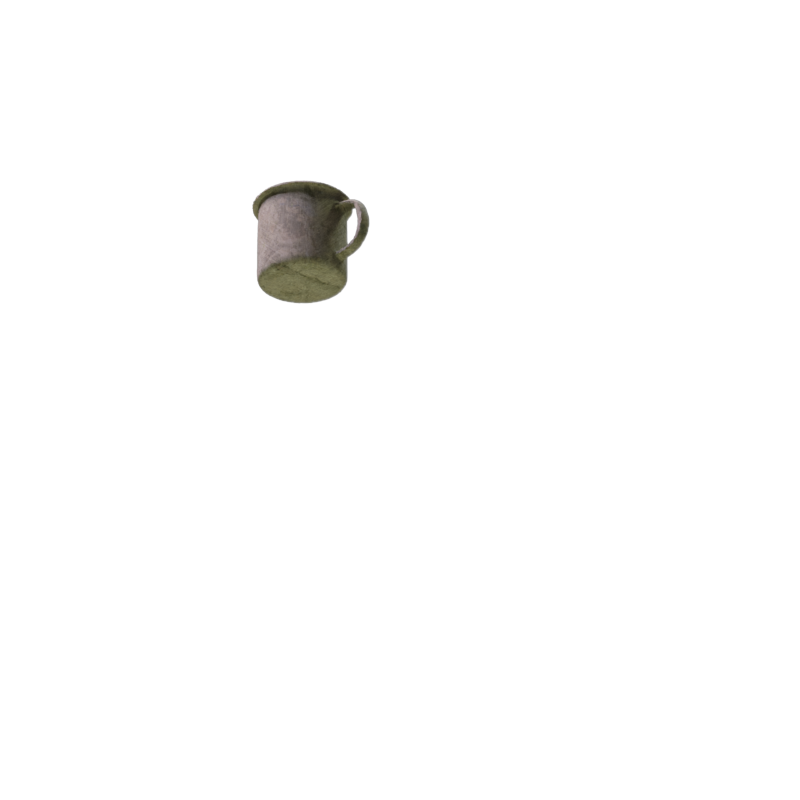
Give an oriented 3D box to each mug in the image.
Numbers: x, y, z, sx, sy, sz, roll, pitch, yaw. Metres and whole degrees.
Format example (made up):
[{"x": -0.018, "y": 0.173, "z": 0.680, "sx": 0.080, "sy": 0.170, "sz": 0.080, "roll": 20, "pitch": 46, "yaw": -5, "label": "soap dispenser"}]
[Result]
[{"x": -0.078, "y": -0.143, "z": 1.000, "sx": 0.119, "sy": 0.086, "sz": 0.087, "roll": -16, "pitch": -30, "yaw": 28, "label": "mug"}]
